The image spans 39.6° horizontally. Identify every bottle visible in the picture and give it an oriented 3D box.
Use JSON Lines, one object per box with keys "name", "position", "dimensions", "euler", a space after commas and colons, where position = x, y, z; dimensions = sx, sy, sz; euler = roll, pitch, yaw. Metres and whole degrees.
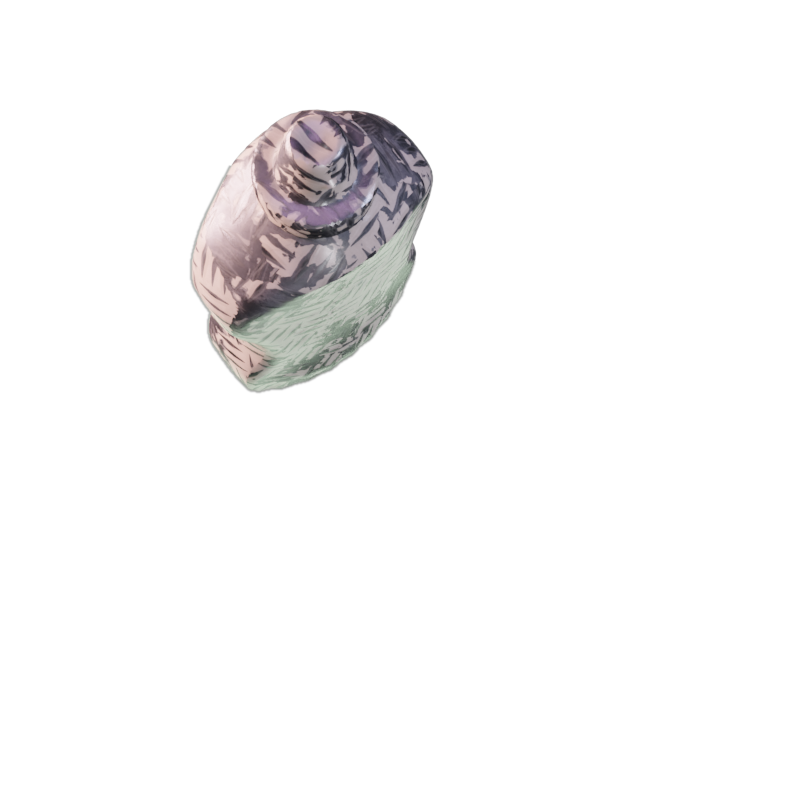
{"name": "bottle", "position": [-0.032, -0.059, 0.419], "dimensions": [0.096, 0.060, 0.185], "euler": [-36, -7, -10]}
